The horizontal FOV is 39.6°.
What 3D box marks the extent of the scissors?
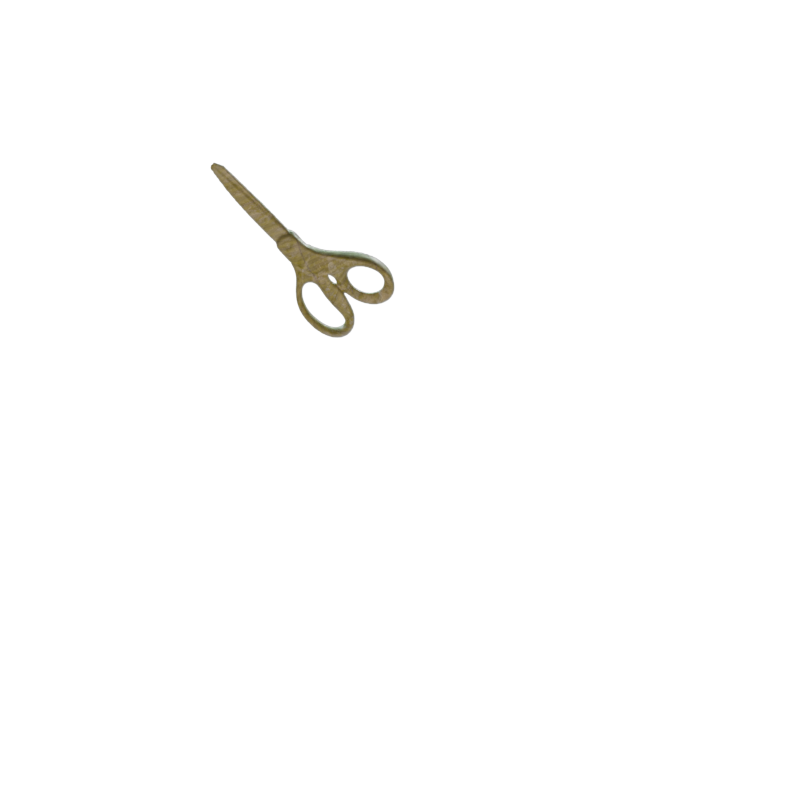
[{"bbox_3d":[-0.073,-0.133,0.934,0.097,0.187,0.017,-18,35,13],"label":"scissors"}]
